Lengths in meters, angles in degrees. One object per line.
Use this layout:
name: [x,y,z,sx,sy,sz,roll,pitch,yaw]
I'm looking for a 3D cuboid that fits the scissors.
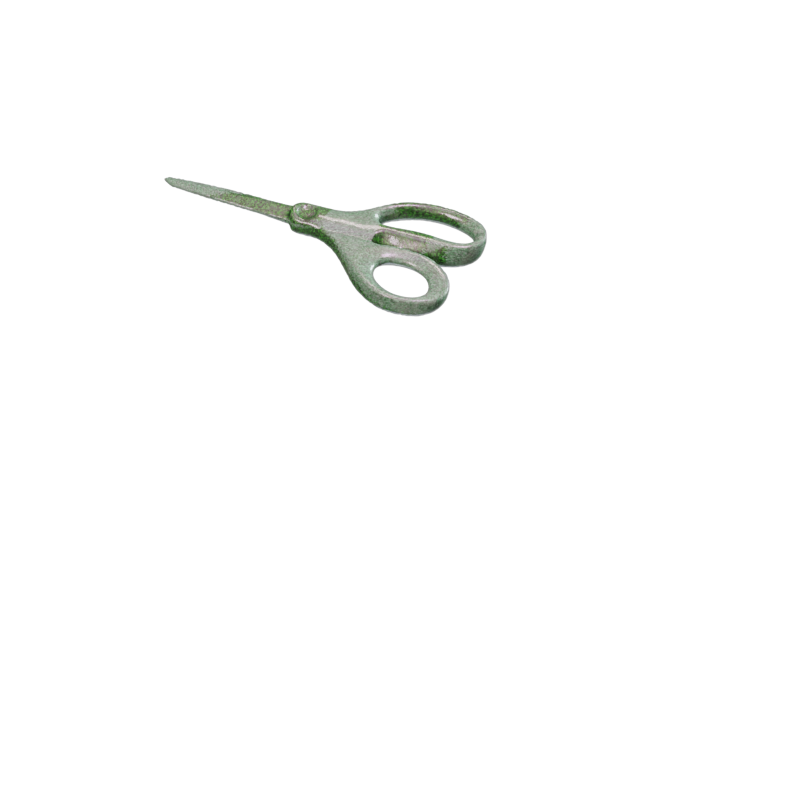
scissors: [-0.051,-0.093,0.654,0.203,0.102,0.015,6,-44,5]
